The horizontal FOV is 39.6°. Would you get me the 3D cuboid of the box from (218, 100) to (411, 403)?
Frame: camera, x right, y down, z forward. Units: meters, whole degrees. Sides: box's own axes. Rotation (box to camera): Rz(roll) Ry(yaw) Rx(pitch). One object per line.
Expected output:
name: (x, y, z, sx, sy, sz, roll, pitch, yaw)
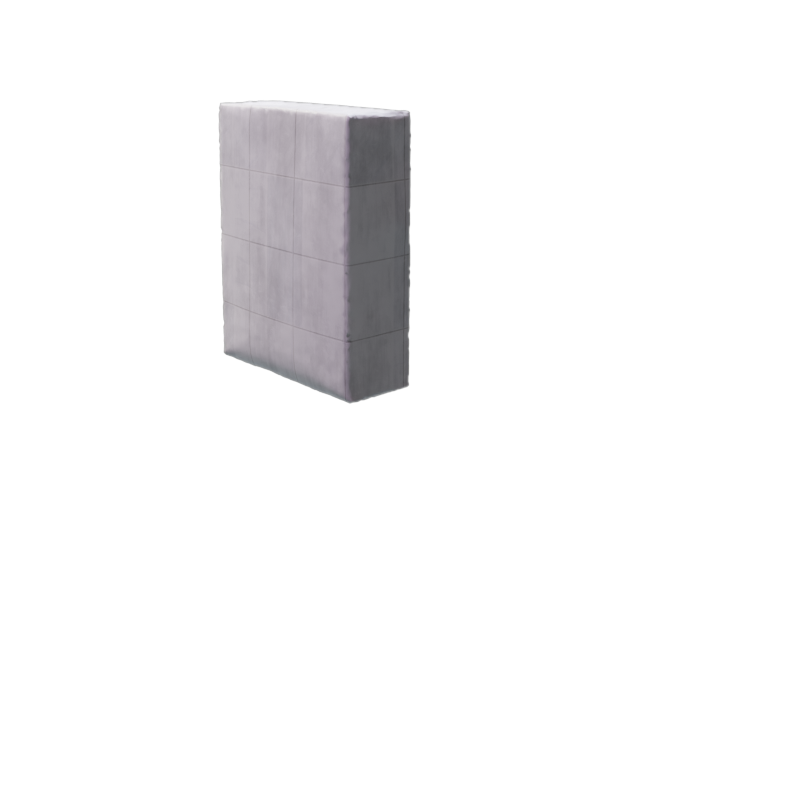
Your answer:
box: (-0.068, -0.124, 0.870, 0.070, 0.208, 0.174, -10, 17, -40)
